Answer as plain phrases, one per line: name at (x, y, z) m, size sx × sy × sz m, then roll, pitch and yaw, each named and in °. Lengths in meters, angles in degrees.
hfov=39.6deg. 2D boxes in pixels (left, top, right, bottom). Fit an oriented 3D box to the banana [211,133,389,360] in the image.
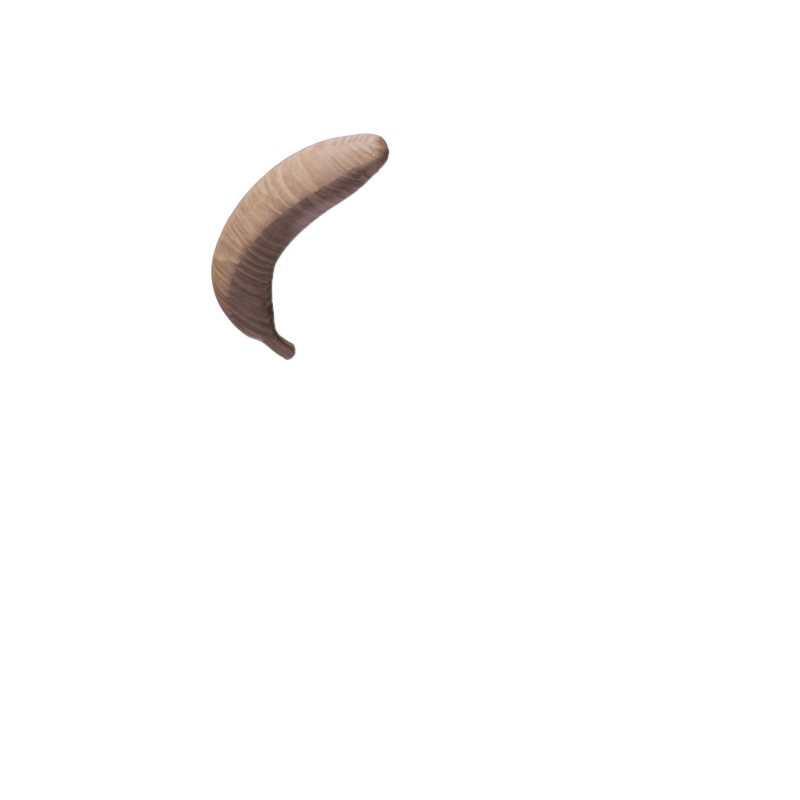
banana at (-0.069, -0.092, 0.642) m, size 0.068 × 0.039 × 0.189 m, roll 11°, pitch -35°, yaw -17°
